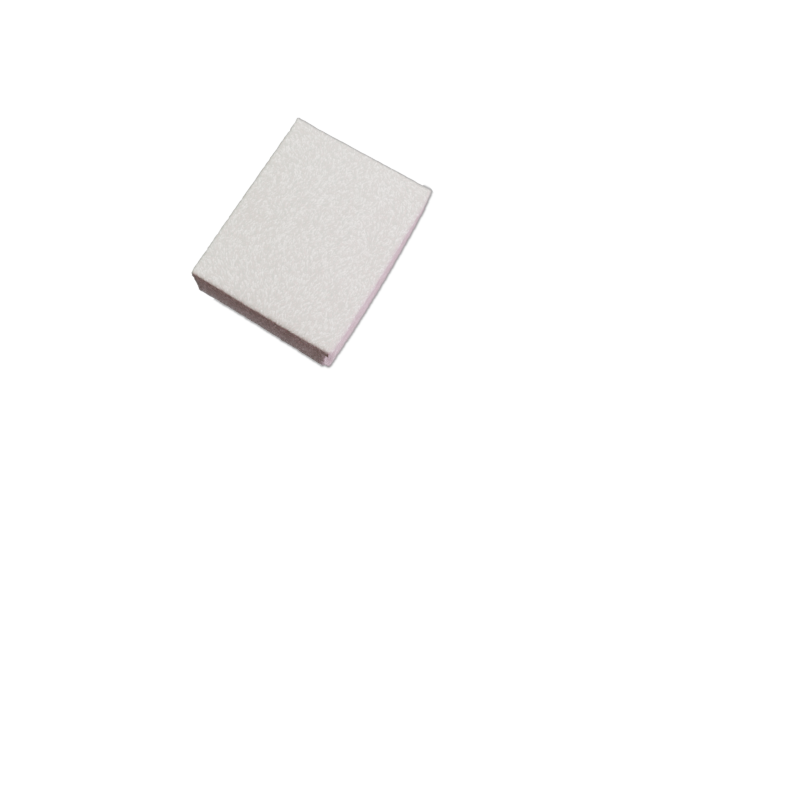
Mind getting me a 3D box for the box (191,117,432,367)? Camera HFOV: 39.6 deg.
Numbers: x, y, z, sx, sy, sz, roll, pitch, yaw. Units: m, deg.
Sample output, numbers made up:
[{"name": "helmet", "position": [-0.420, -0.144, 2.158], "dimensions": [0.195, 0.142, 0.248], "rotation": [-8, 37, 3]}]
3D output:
[{"name": "box", "position": [-0.049, -0.089, 0.622], "dimensions": [0.092, 0.116, 0.037], "rotation": [29, -17, 9]}]
